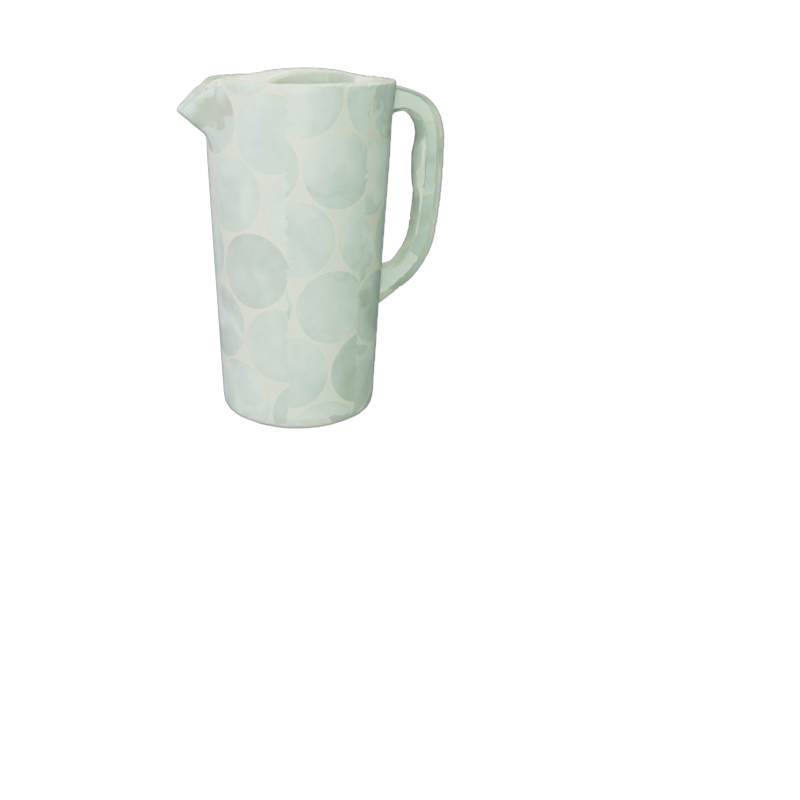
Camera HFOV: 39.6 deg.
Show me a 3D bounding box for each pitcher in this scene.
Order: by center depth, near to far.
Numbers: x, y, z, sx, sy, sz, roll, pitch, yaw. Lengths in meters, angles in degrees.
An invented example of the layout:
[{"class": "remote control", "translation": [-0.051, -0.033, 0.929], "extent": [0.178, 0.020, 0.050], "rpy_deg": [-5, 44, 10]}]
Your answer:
[{"class": "pitcher", "translation": [-0.061, -0.112, 0.782], "extent": [0.154, 0.235, 0.145], "rpy_deg": [7, 16, 23]}]
